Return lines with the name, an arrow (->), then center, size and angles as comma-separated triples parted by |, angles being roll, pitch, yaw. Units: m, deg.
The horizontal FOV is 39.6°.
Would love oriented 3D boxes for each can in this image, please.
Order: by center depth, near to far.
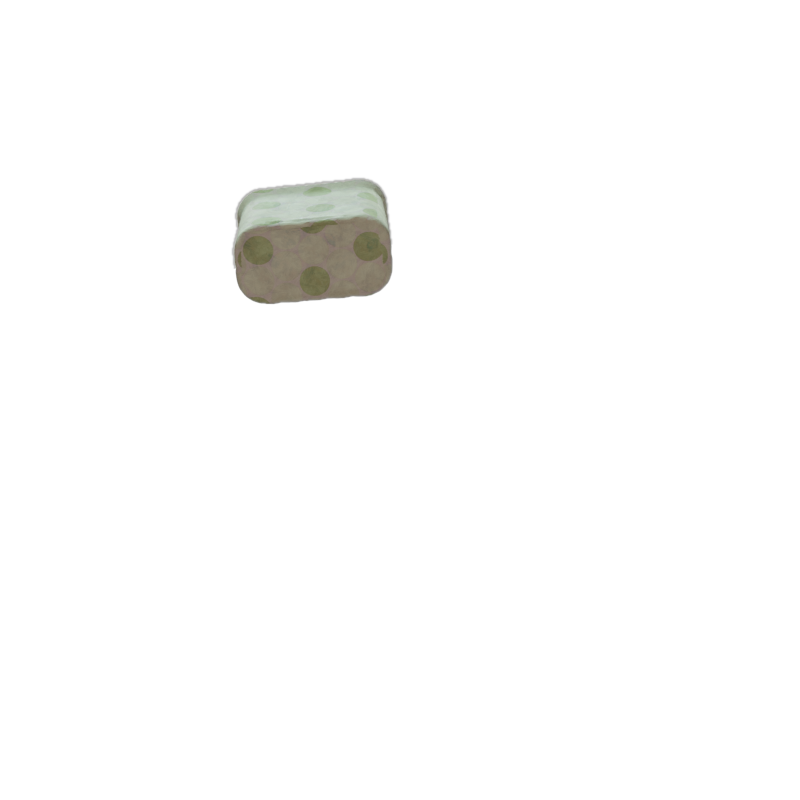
can -> -0.056, -0.101, 0.711 | 0.102, 0.055, 0.088 | -6, 22, 0
